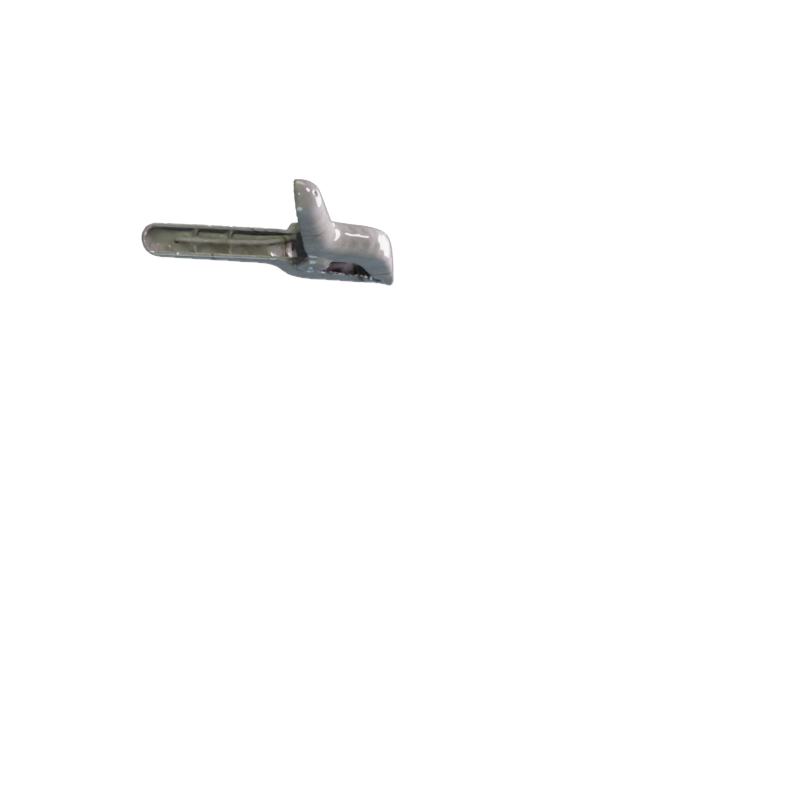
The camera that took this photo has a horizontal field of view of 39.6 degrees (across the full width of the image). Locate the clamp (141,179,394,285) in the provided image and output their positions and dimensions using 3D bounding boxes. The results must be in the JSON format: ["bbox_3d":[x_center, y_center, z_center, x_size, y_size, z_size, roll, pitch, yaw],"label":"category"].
[{"bbox_3d":[-0.066,-0.120,0.840,0.199,0.037,0.168,8,-11,-44],"label":"clamp"}]
